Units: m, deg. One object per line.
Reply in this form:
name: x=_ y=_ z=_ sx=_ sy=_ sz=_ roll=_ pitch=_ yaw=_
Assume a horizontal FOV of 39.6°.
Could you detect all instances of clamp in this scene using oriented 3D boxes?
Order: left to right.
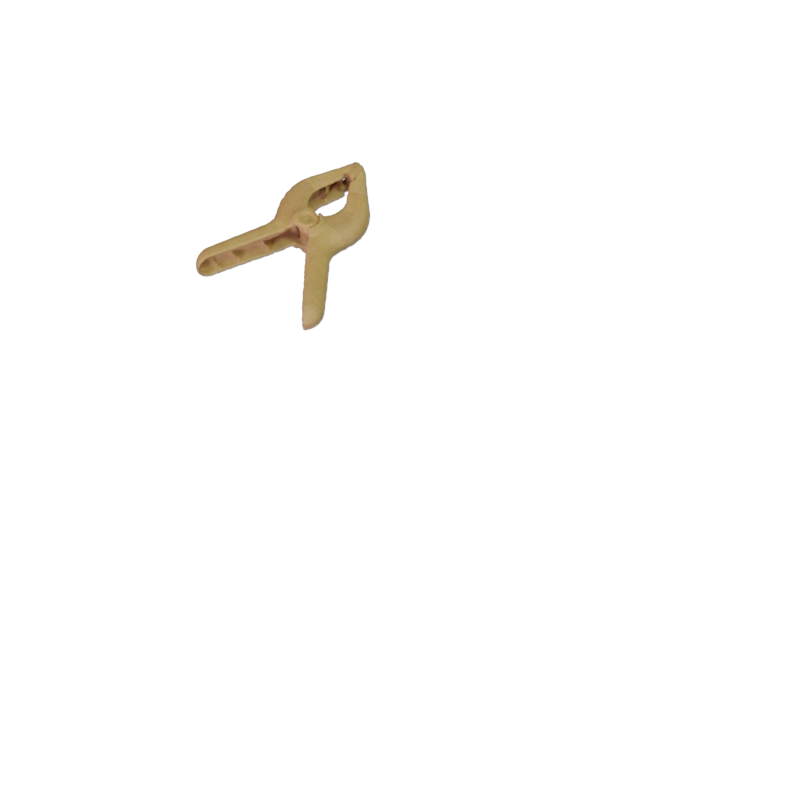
clamp: x=-0.073 y=-0.132 z=0.927 sx=0.126 sy=0.174 sz=0.037 roll=37 pitch=-26 yaw=21
